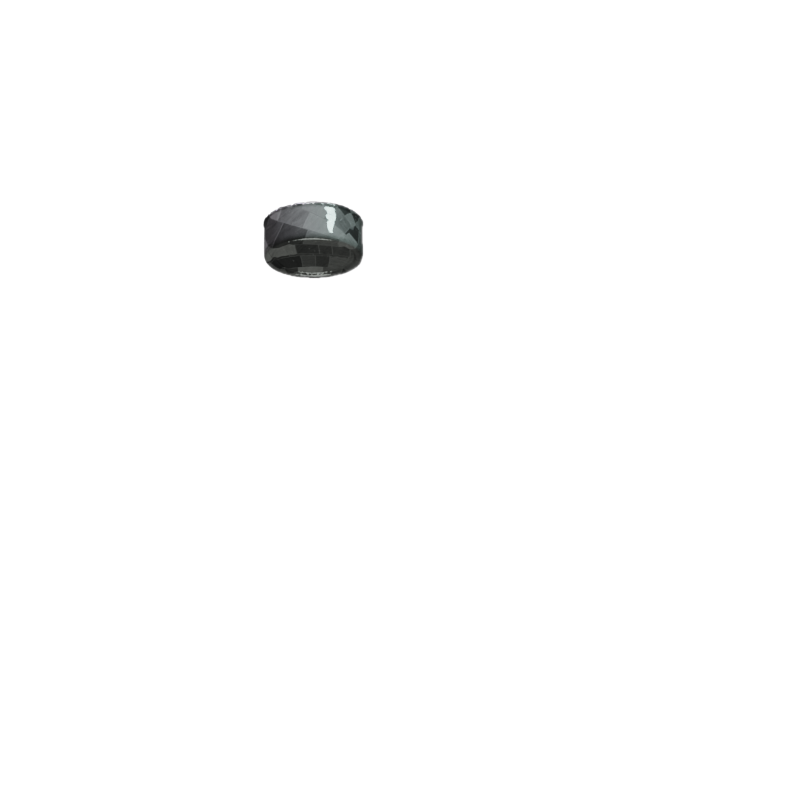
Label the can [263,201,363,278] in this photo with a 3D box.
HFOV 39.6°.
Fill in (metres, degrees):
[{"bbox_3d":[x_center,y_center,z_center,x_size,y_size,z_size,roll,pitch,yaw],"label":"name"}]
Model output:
[{"bbox_3d":[-0.074,-0.135,0.944,0.086,0.035,0.082,0,-19,-2],"label":"can"}]
